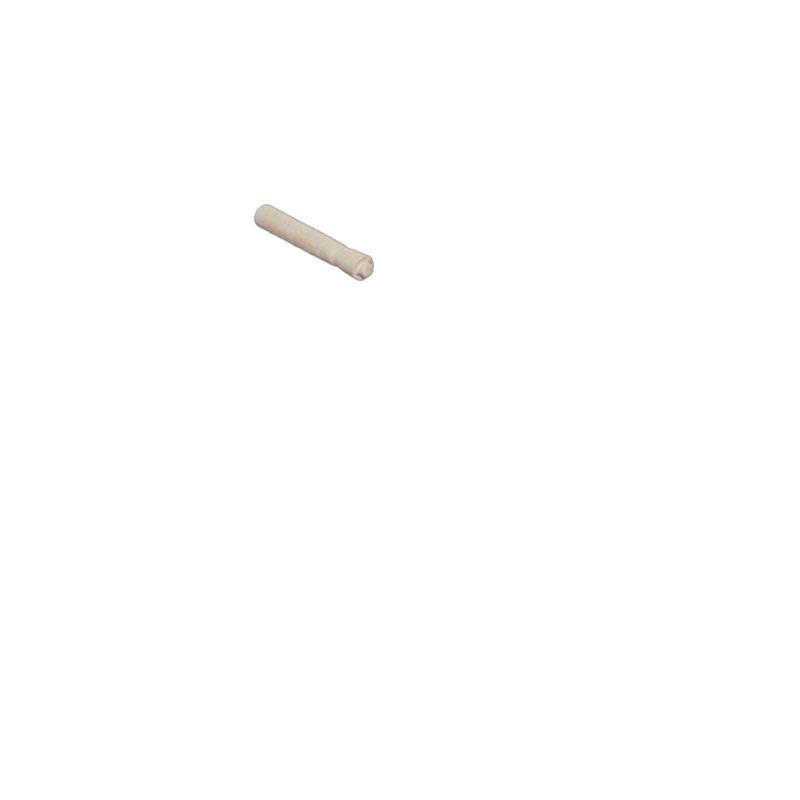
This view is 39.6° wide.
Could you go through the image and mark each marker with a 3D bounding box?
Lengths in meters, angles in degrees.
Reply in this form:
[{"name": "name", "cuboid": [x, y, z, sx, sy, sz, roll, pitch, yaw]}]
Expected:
[{"name": "marker", "cuboid": [-0.061, -0.112, 0.783, 0.019, 0.019, 0.130, -3, 26, -42]}]
